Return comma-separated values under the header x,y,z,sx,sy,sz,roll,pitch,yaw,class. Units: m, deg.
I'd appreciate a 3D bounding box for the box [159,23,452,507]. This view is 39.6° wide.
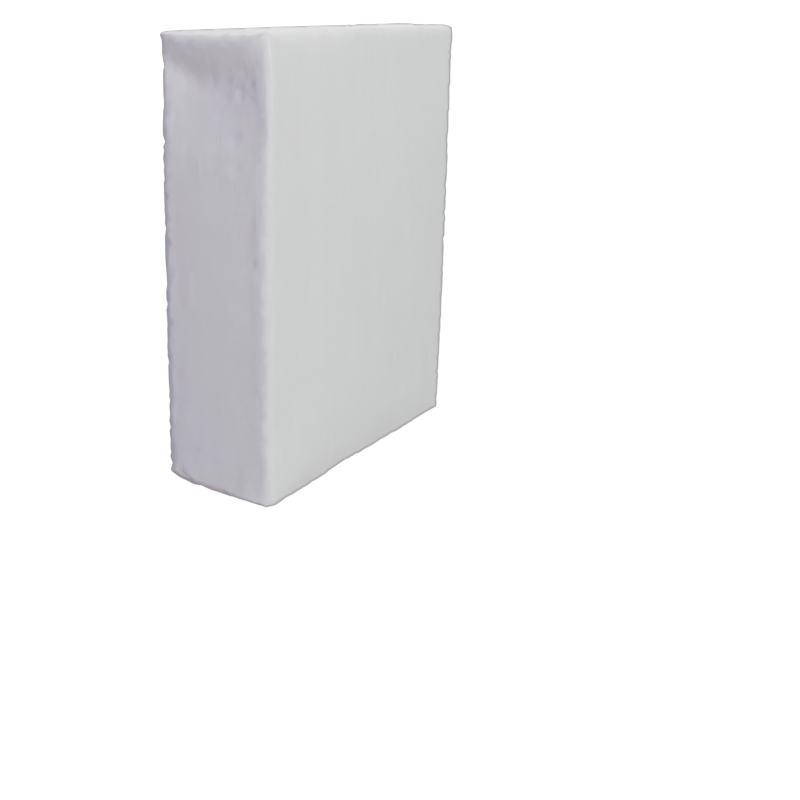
x,y,z,sx,sy,sz,roll,pitch,yaw,class
-0.044,-0.080,0.557,0.075,0.207,0.162,9,17,30,box
